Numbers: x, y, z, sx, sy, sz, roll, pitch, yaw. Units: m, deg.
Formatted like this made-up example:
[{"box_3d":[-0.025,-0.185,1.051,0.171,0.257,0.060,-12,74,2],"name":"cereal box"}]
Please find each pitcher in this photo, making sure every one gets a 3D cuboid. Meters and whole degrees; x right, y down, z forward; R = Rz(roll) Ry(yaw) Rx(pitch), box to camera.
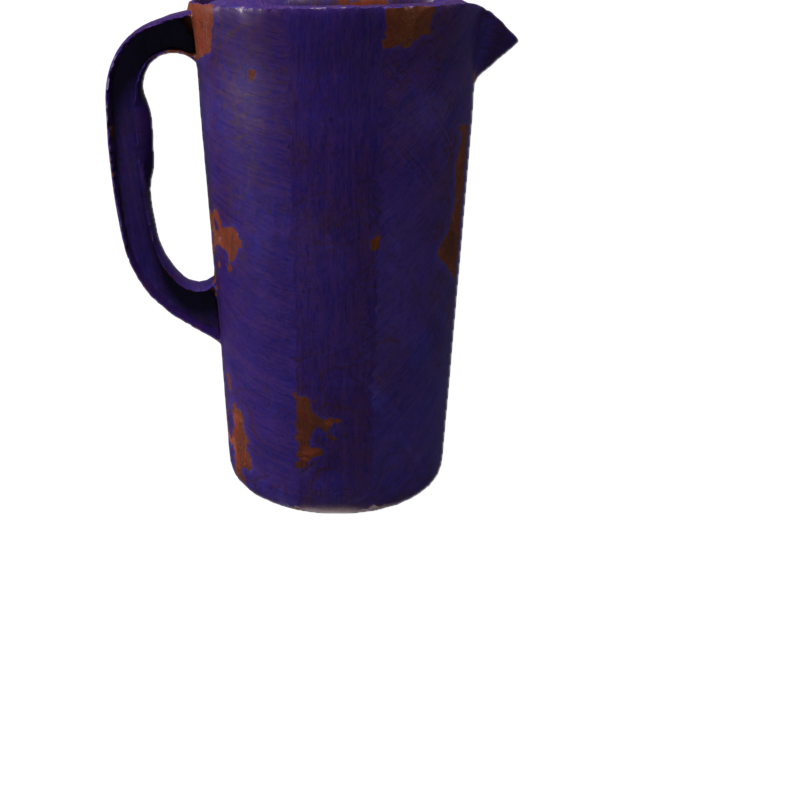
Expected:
[{"box_3d":[-0.042,-0.076,0.532,0.157,0.234,0.143,14,22,36],"name":"pitcher"}]
